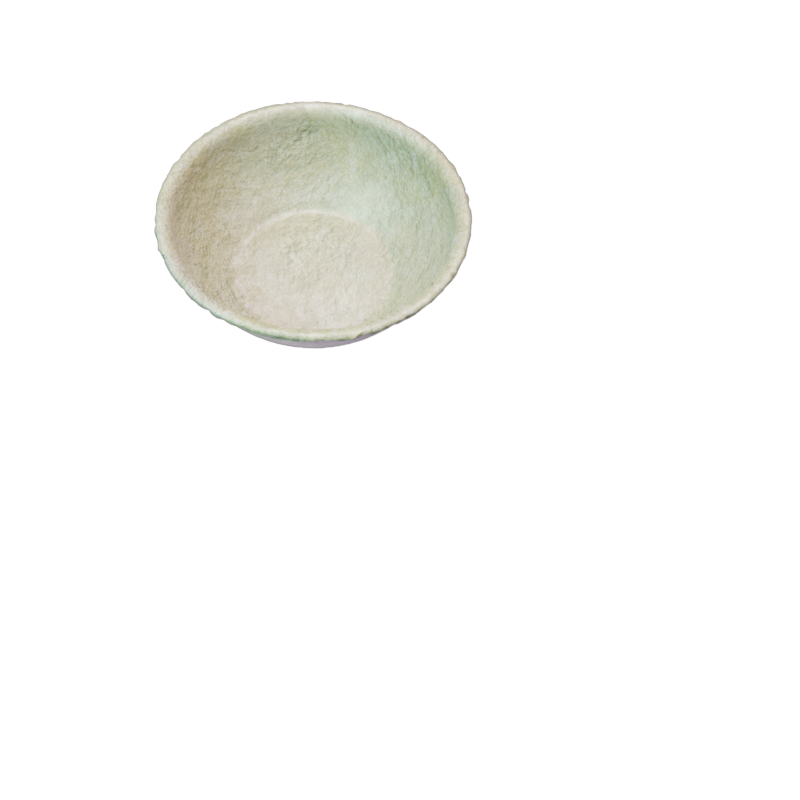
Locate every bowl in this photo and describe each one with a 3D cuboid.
[{"bbox_3d":[-0.046,-0.084,0.585,0.162,0.174,0.051,-1,-36,-1],"label":"bowl"}]
